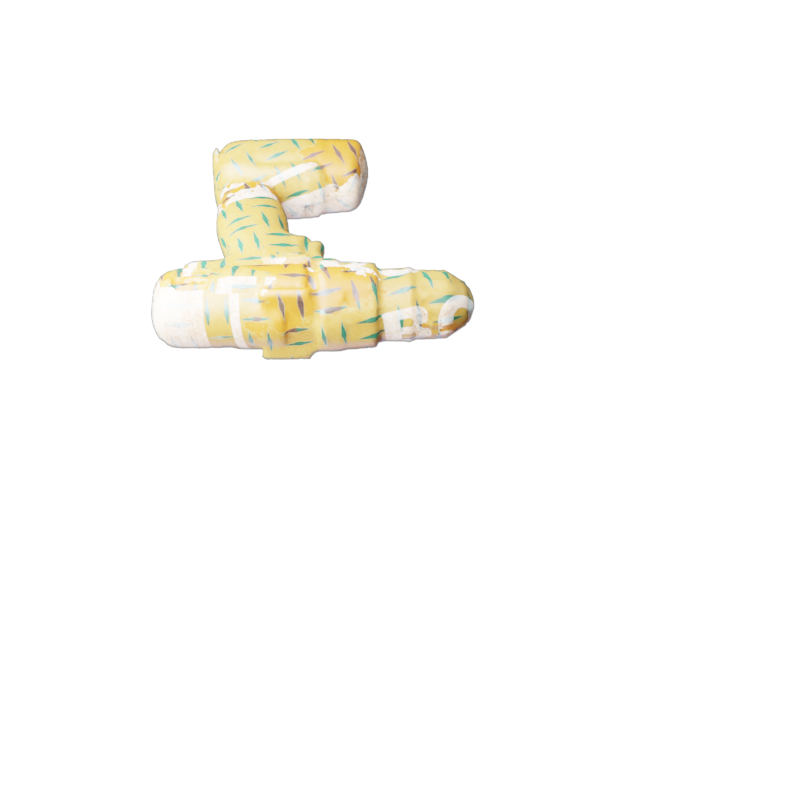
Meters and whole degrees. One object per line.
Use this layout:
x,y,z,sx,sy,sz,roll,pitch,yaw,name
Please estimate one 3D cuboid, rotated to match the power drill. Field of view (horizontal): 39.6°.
-0.054,-0.099,0.694,0.184,0.054,0.200,-1,37,-1,power drill
